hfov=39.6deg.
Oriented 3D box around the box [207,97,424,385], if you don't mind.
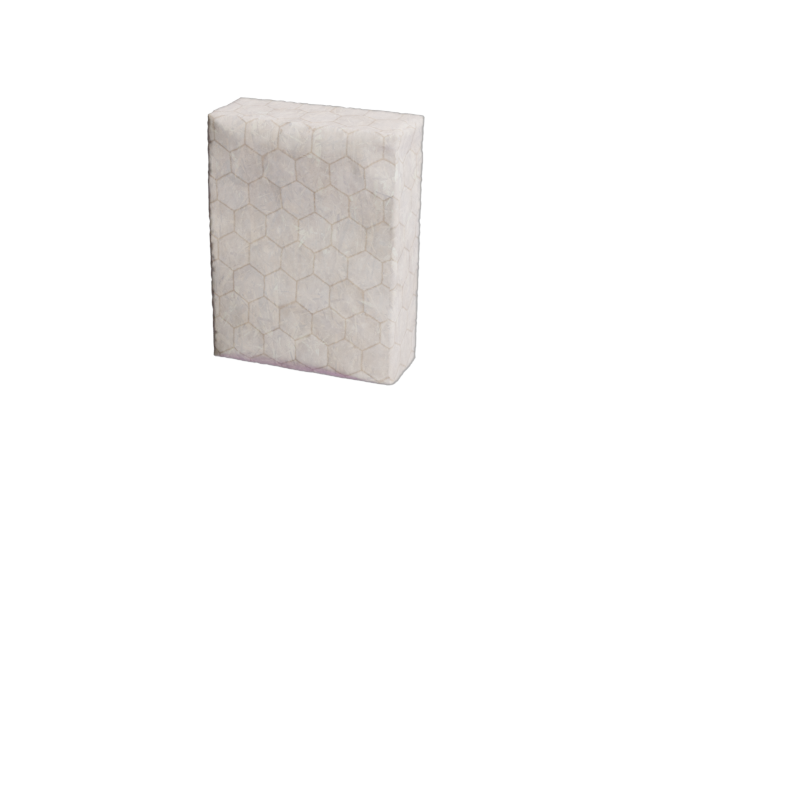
[{"bbox_3d":[-0.071,-0.129,0.903,0.169,0.204,0.073,10,24,20],"label":"box"}]
